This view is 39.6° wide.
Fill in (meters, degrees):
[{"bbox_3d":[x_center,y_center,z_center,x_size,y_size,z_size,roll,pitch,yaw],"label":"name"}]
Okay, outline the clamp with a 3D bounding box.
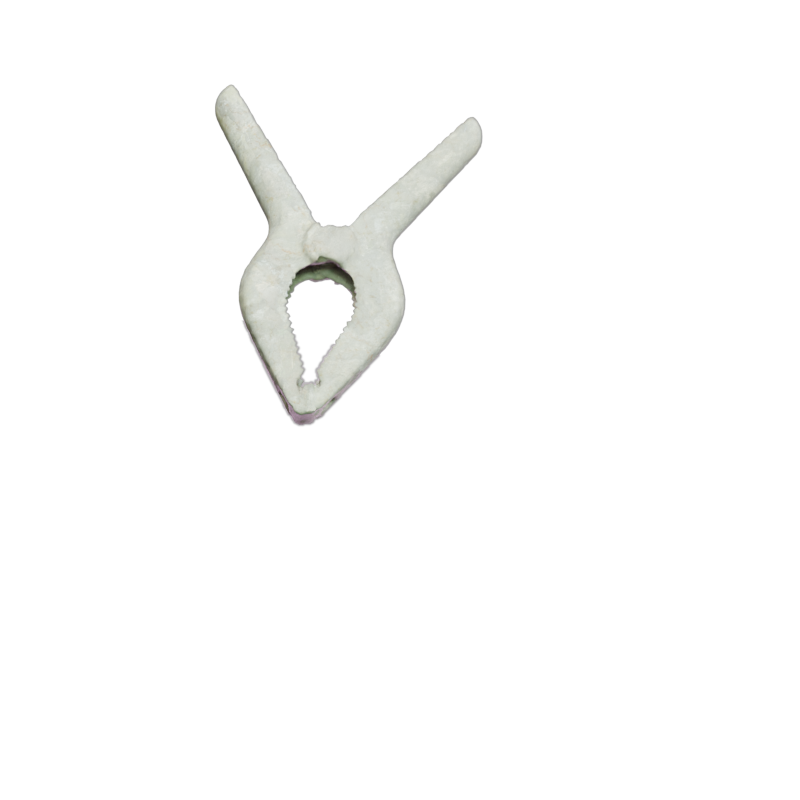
[{"bbox_3d":[-0.051,-0.093,0.650,0.166,0.219,0.034,13,-22,5],"label":"clamp"}]
